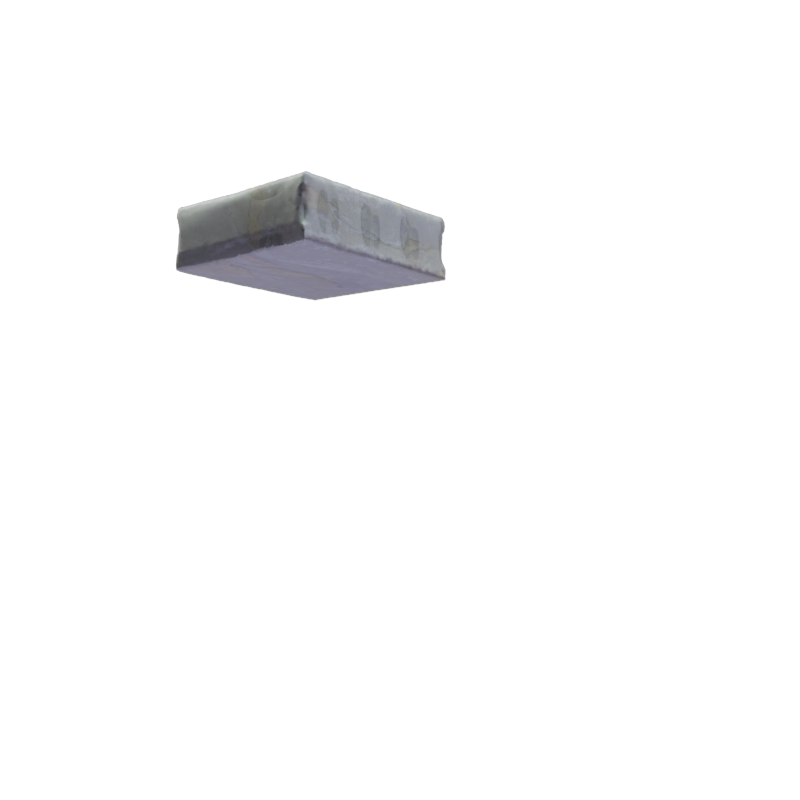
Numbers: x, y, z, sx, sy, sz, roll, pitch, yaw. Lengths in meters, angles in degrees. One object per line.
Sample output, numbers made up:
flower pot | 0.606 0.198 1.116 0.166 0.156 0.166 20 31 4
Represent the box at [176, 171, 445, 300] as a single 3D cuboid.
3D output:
box | -0.036 -0.065 0.457 0.075 0.031 0.085 -6 -9 40
